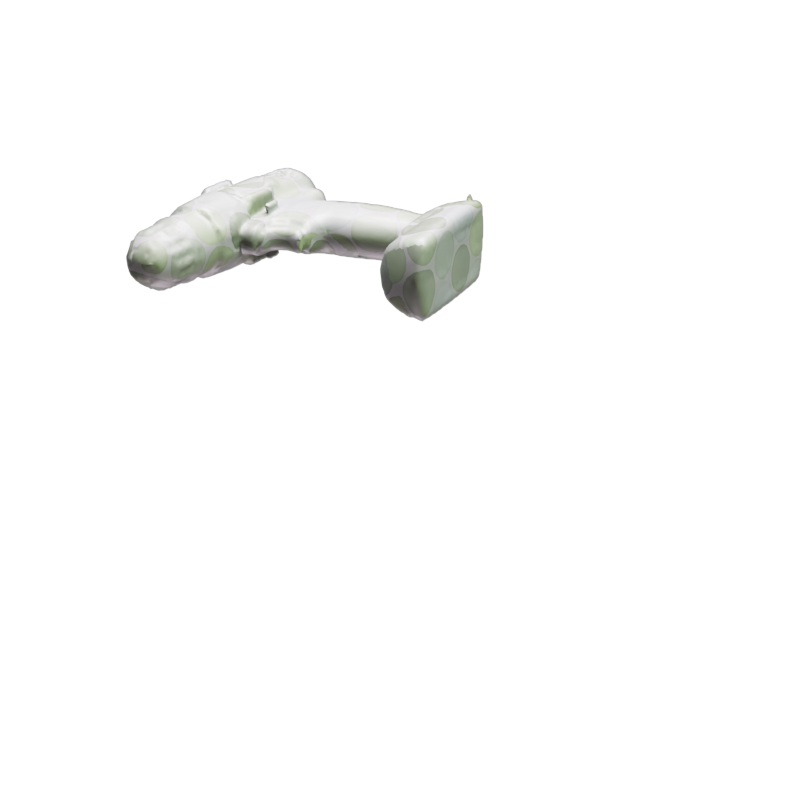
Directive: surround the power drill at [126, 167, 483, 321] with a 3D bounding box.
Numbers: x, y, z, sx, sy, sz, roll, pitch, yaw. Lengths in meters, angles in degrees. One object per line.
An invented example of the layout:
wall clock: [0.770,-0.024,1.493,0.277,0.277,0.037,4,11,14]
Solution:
power drill: [-0.055,-0.101,0.705,0.196,0.054,0.186,14,30,25]
